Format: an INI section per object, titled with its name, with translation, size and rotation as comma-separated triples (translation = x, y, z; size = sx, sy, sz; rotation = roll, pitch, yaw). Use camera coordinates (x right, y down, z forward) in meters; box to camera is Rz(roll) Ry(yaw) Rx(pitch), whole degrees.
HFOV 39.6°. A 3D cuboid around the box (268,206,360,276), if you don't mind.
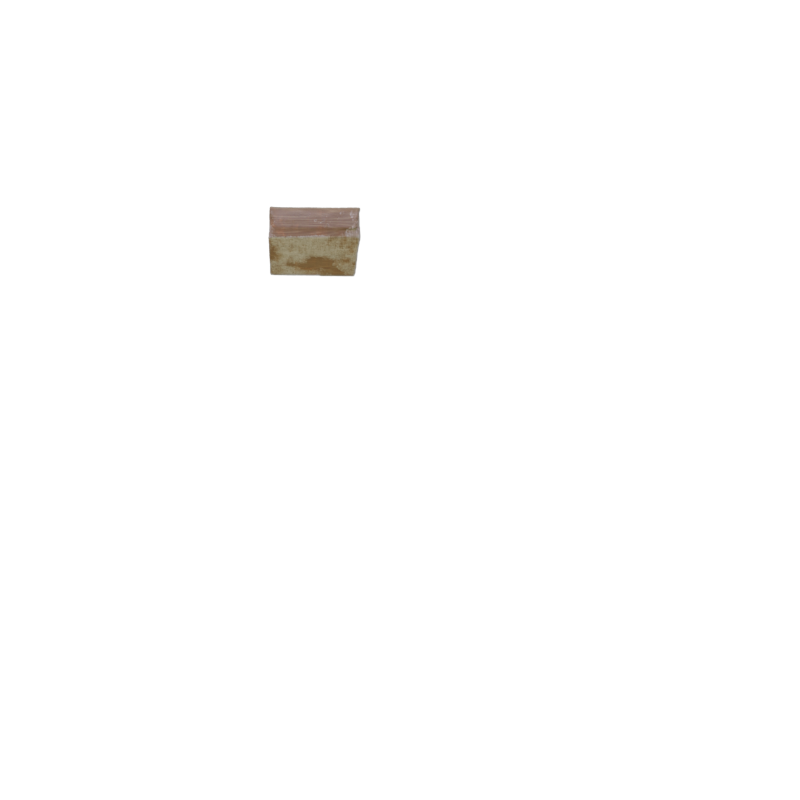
[box]
translation = -0.071, -0.130, 0.912
size = 0.073, 0.032, 0.086
rotation = 1, -16, -3
